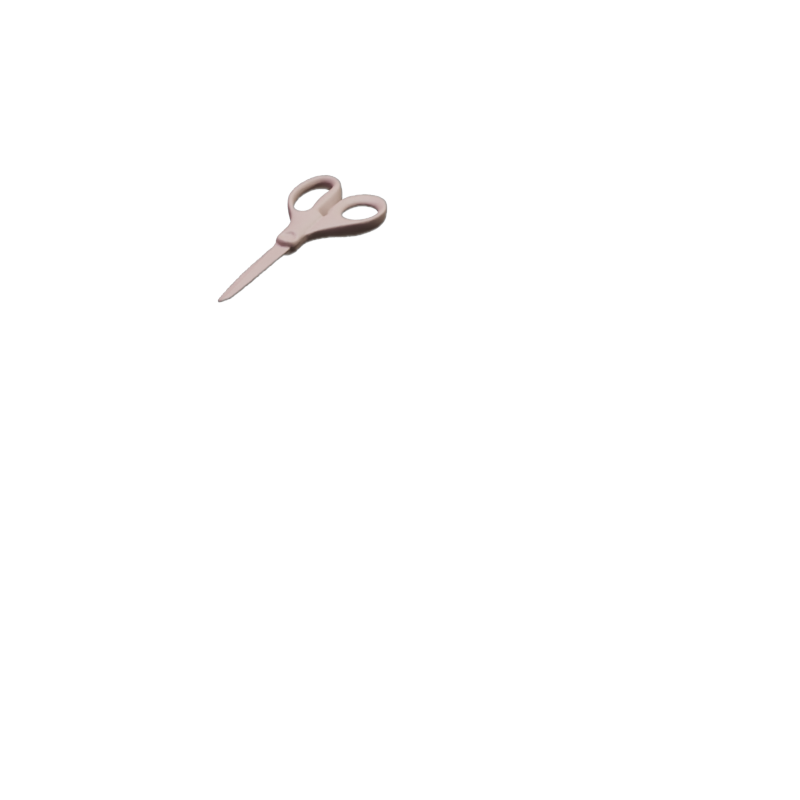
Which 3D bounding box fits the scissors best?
[{"bbox_3d":[-0.071,-0.130,0.913,0.098,0.015,0.212,8,39,10],"label":"scissors"}]
